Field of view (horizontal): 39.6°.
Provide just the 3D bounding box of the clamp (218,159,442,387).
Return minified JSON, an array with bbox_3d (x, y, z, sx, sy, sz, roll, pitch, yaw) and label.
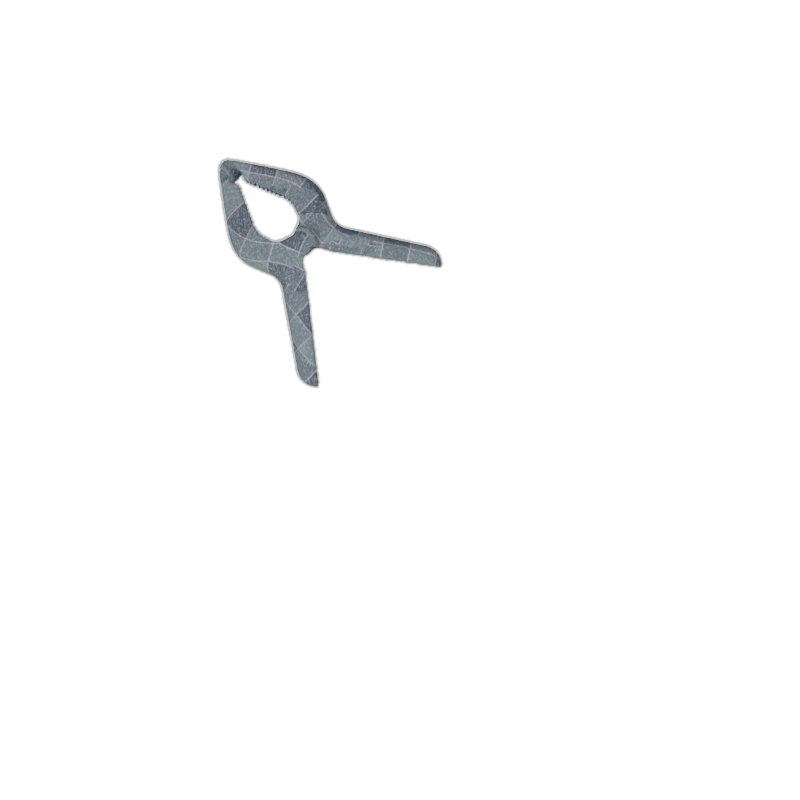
[{"bbox_3d":[-0.078,-0.141,0.991,0.165,0.212,0.036,-37,-4,-3],"label":"clamp"}]
